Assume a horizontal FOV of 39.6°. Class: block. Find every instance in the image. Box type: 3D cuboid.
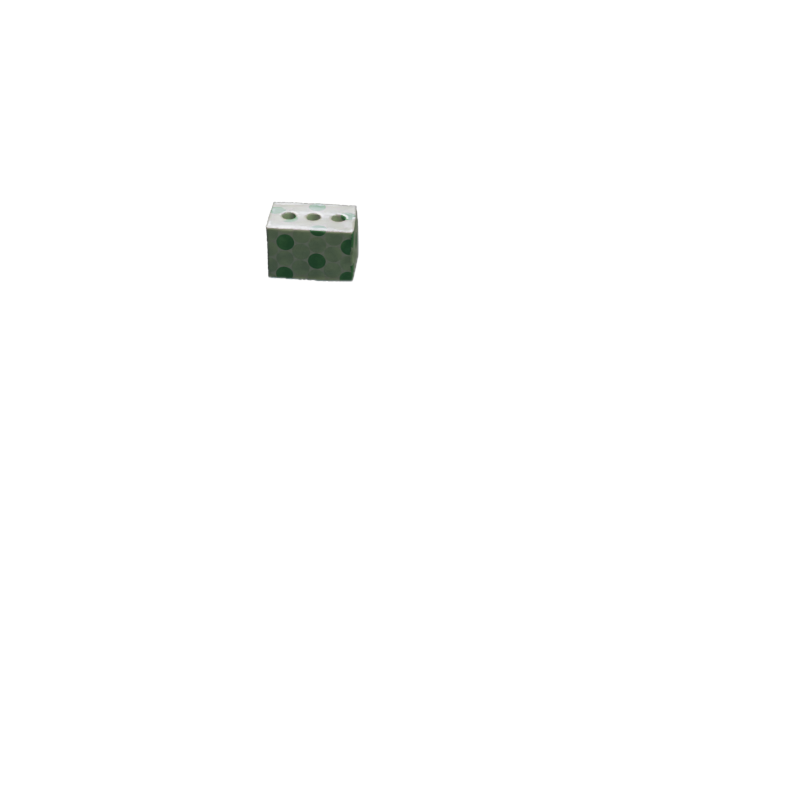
[{"bbox_3d":[-0.077,-0.140,0.980,0.078,0.048,0.056,3,32,4],"label":"block"}]
